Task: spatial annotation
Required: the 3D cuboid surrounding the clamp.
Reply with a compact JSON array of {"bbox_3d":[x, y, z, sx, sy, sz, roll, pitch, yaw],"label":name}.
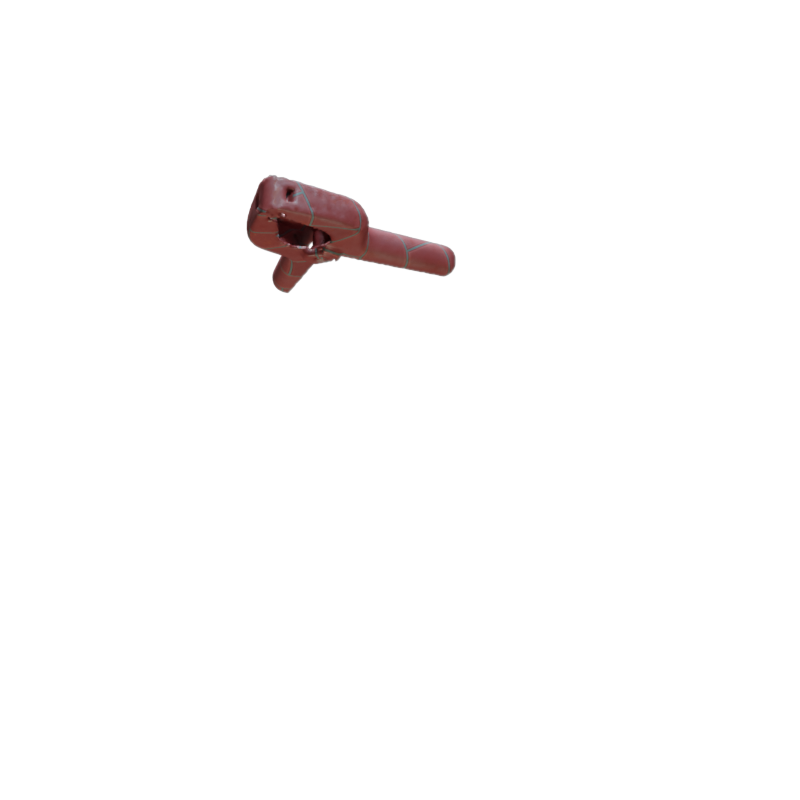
[{"bbox_3d":[-0.069,-0.126,0.884,0.168,0.038,0.197,-7,-14,27],"label":"clamp"}]
